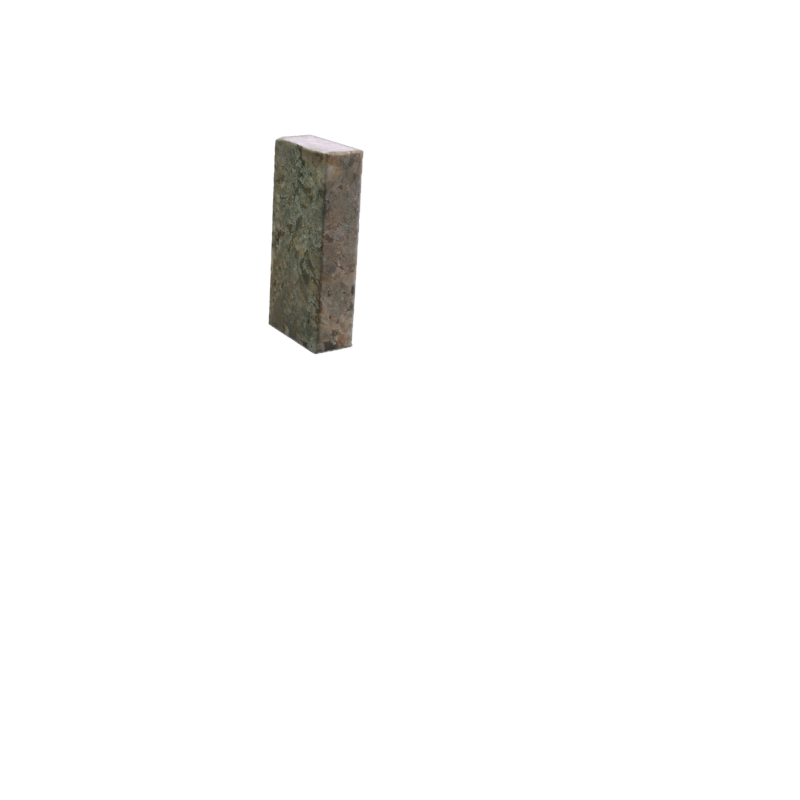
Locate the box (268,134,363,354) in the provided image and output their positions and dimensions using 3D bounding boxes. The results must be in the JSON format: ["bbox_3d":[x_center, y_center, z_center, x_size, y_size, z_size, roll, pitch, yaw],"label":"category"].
[{"bbox_3d":[-0.076,-0.139,0.972,0.047,0.170,0.099,-8,19,-31],"label":"box"}]
